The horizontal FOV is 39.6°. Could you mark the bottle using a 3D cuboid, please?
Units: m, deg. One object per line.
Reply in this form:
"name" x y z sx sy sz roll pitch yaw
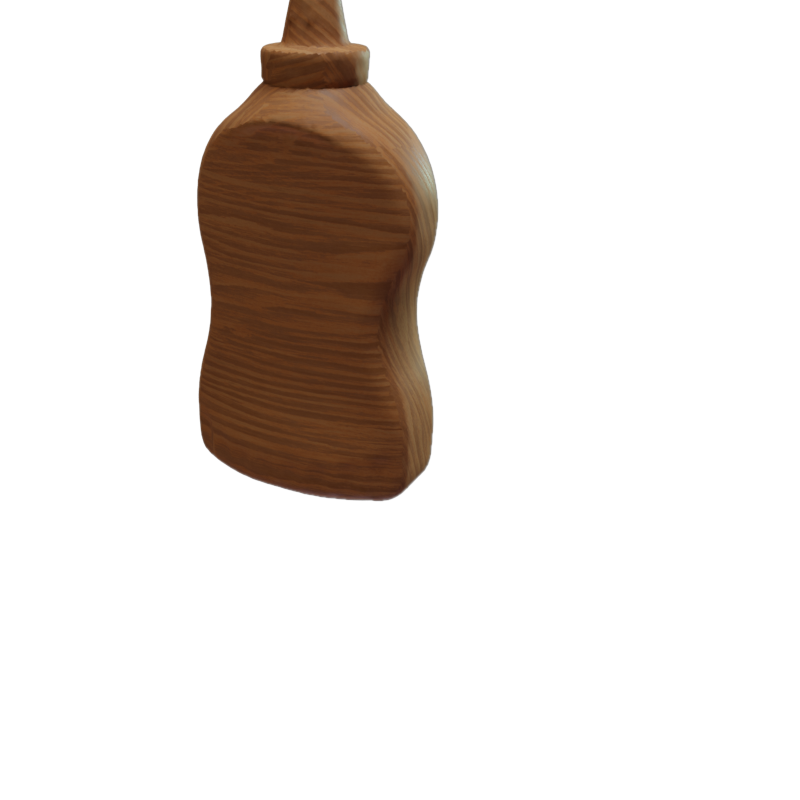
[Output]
"bottle" -0.034 -0.062 0.432 0.100 0.184 0.058 11 20 28
